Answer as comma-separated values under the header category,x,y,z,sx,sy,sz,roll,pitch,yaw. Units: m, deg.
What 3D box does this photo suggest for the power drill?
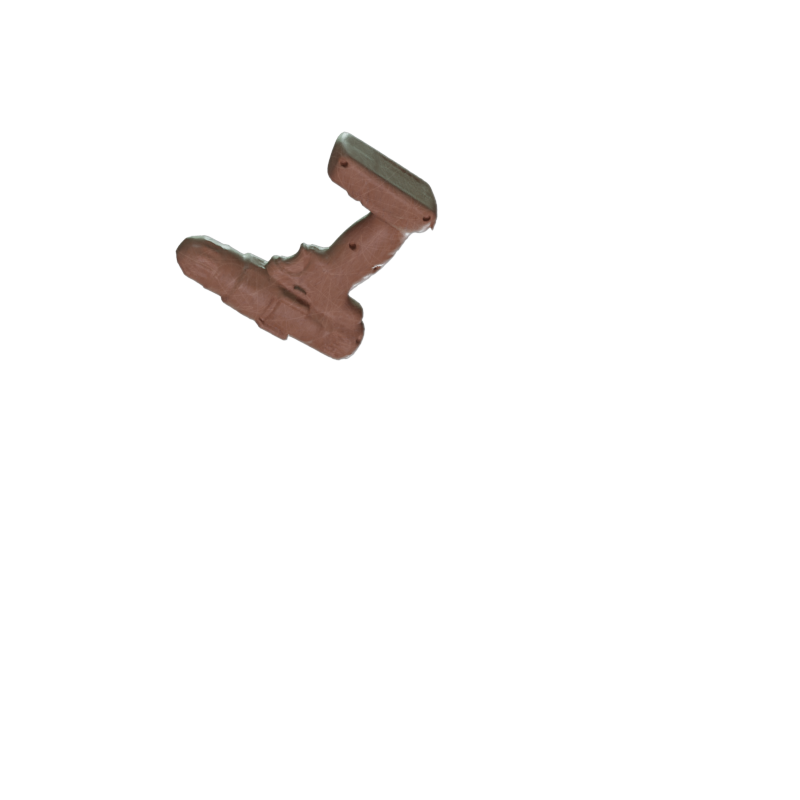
category,x,y,z,sx,sy,sz,roll,pitch,yaw
power drill,-0.074,-0.135,0.942,0.177,0.183,0.061,29,31,-21
